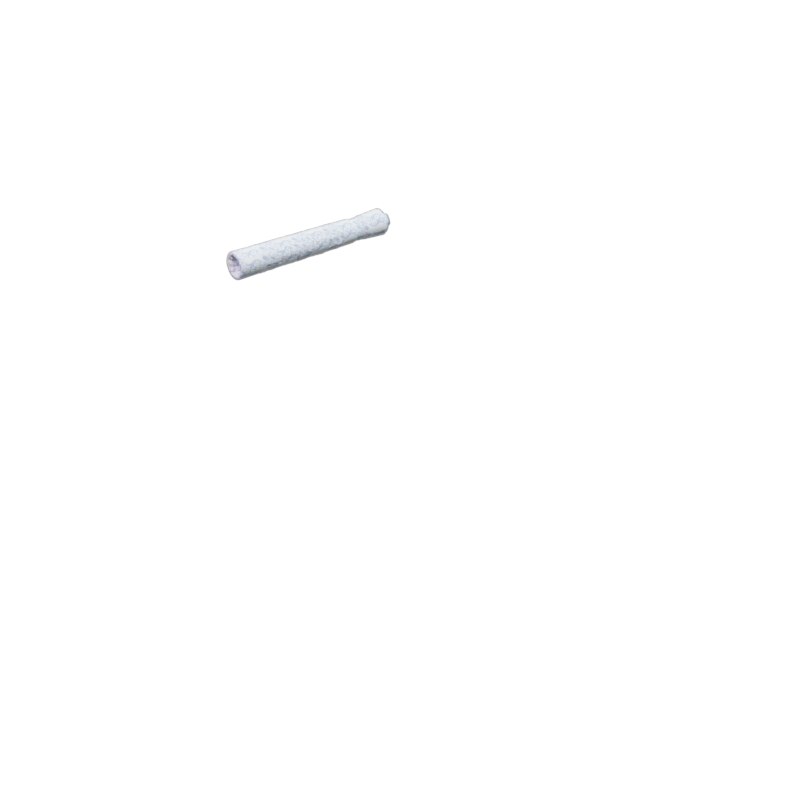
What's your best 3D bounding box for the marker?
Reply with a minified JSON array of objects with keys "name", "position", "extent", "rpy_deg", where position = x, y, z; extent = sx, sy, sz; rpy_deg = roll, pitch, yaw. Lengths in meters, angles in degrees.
[{"name":"marker","position":[-0.056,-0.102,0.718],"extent":[0.119,0.019,0.021],"rpy_deg":[-22,16,-31]}]
